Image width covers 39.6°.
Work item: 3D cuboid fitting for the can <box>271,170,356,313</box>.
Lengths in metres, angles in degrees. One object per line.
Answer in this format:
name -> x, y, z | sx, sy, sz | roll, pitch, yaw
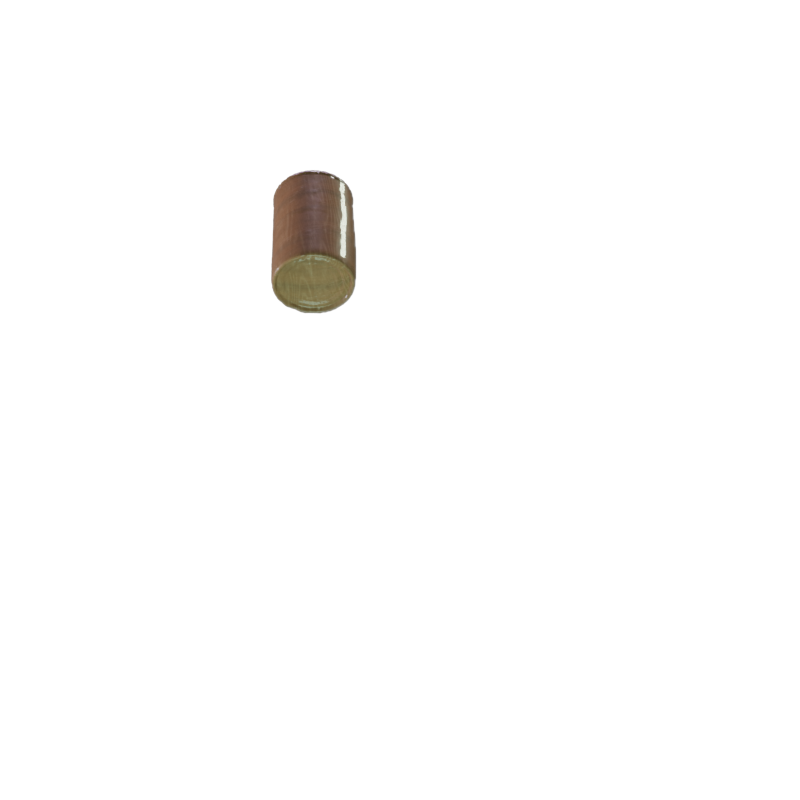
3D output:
can -> -0.070, -0.128, 0.900 | 0.068, 0.110, 0.064 | -1, -44, -3
